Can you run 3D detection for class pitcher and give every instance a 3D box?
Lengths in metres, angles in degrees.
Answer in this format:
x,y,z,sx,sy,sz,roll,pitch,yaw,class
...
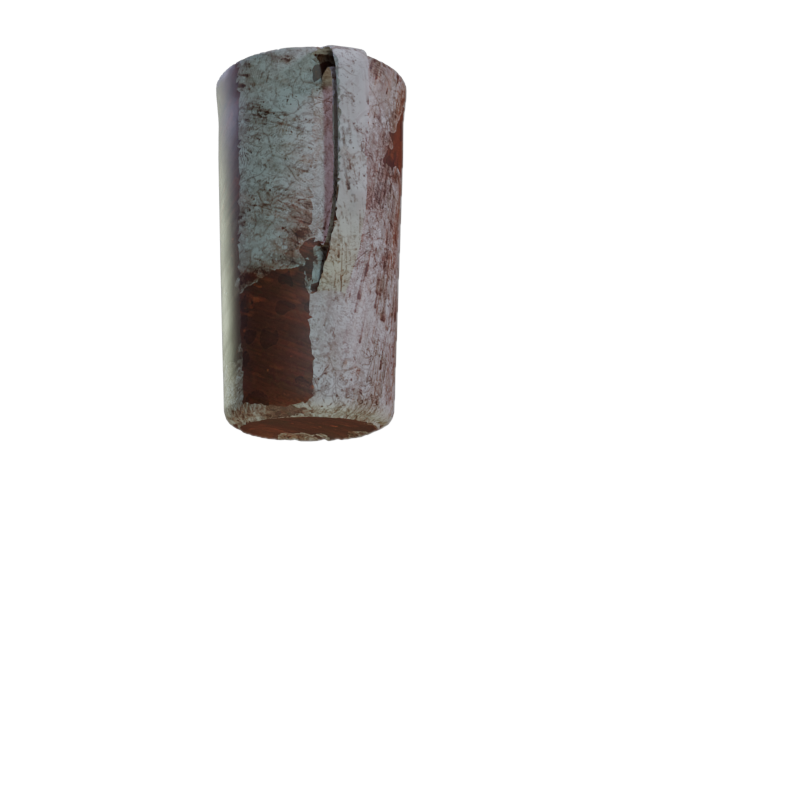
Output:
x,y,z,sx,sy,sz,roll,pitch,yaw,class
-0.057,-0.104,0.727,0.148,0.254,0.140,-10,-19,26,pitcher
